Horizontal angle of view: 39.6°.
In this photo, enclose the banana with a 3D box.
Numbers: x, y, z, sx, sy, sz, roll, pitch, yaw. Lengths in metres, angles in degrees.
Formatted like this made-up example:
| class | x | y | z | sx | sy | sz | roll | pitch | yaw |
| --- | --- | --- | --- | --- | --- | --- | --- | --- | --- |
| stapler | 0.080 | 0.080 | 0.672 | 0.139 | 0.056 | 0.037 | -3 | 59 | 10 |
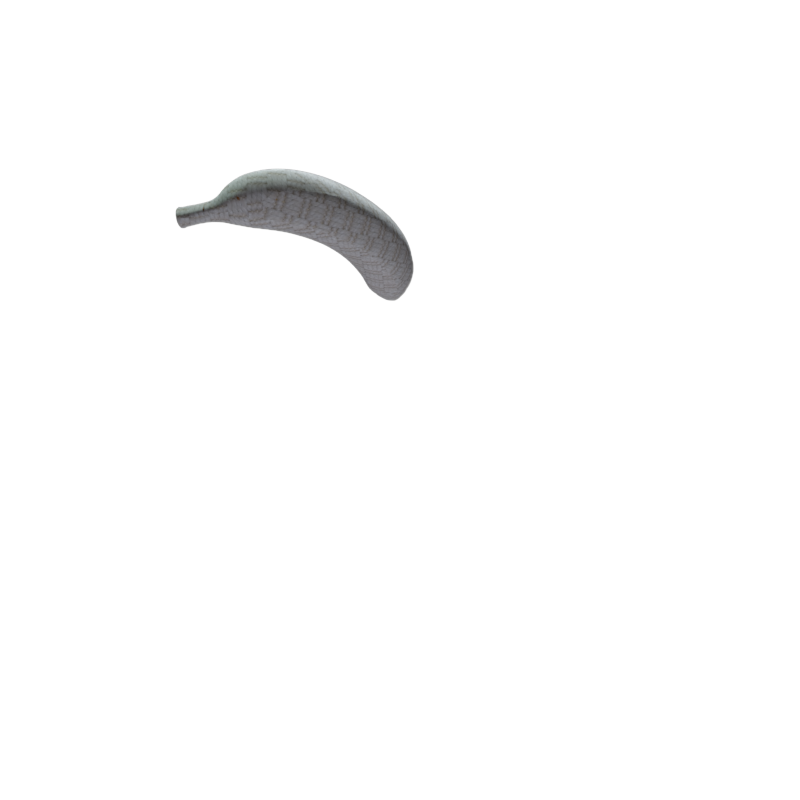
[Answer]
| class | x | y | z | sx | sy | sz | roll | pitch | yaw |
| --- | --- | --- | --- | --- | --- | --- | --- | --- | --- |
| banana | -0.042 | -0.102 | 0.675 | 0.071 | 0.038 | 0.186 | -15 | -21 | 39 |
